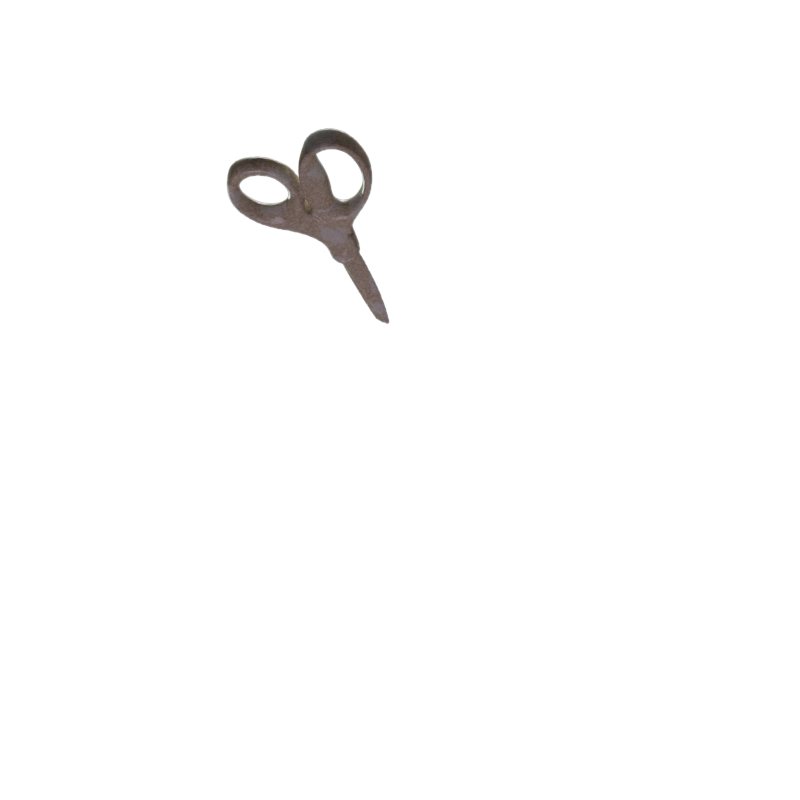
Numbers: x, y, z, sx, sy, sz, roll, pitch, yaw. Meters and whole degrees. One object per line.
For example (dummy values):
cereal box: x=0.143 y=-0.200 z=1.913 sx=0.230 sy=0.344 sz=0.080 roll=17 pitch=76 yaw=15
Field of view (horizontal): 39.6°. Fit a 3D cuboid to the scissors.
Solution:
scissors: x=-0.056 y=-0.101 z=0.710 sx=0.096 sy=0.017 sz=0.188 roll=0 pitch=-31 yaw=0
